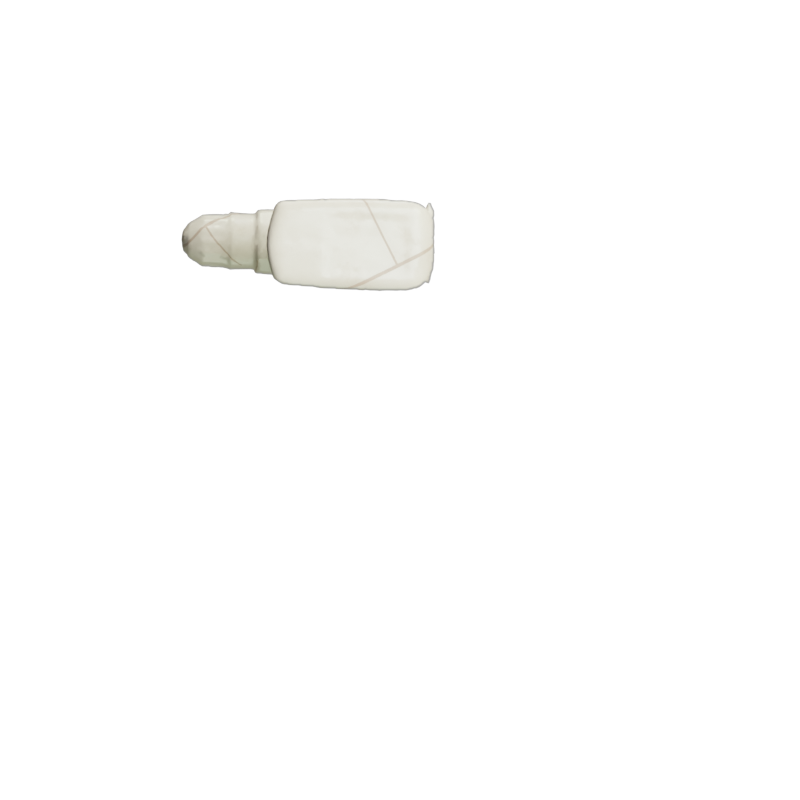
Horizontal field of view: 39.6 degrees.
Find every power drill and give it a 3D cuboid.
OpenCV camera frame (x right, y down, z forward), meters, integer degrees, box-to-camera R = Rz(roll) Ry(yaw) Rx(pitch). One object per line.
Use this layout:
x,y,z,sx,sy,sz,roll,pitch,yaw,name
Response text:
-0.060,-0.110,0.769,0.183,0.057,0.192,-1,9,-8,power drill
